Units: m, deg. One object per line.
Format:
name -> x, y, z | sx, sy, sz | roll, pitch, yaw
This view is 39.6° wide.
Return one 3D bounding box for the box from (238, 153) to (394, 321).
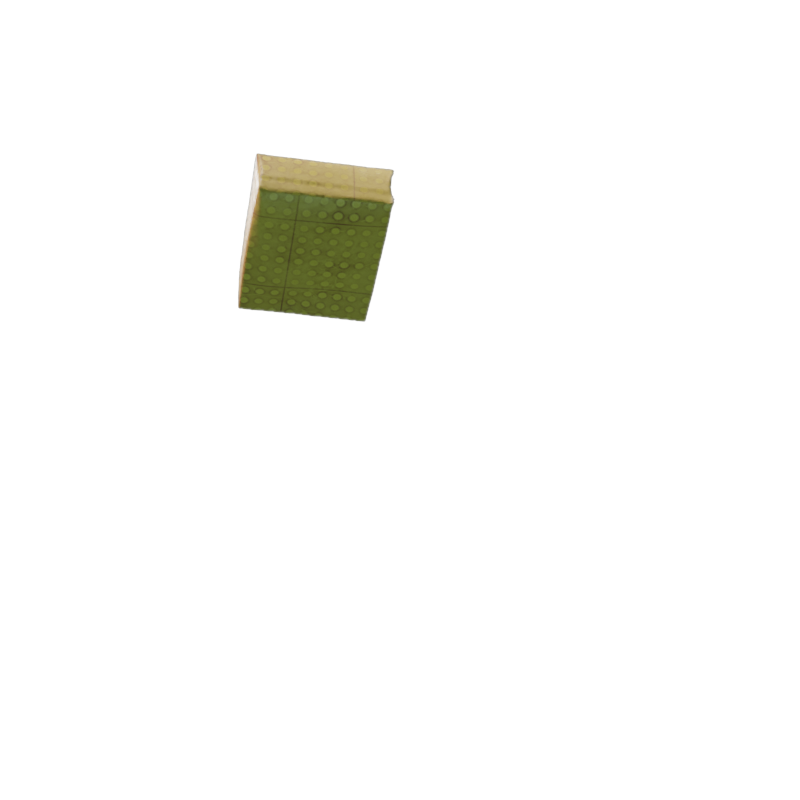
box -> -0.057, -0.104, 0.729 | 0.089, 0.042, 0.107 | 6, -42, -8
